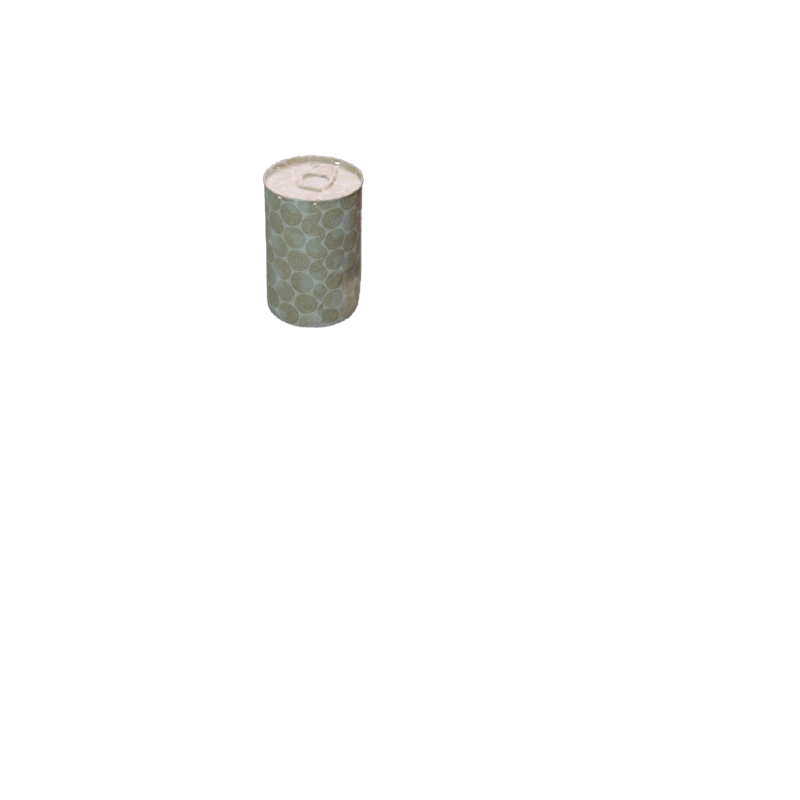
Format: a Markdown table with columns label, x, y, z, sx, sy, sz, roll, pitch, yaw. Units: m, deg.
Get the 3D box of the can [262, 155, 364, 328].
| label | x | y | z | sx | sy | sz | roll | pitch | yaw |
| --- | --- | --- | --- | --- | --- | --- | --- | --- | --- |
| can | -0.060 | -0.110 | 0.771 | 0.068 | 0.096 | 0.073 | 0 | 34 | -3 |
